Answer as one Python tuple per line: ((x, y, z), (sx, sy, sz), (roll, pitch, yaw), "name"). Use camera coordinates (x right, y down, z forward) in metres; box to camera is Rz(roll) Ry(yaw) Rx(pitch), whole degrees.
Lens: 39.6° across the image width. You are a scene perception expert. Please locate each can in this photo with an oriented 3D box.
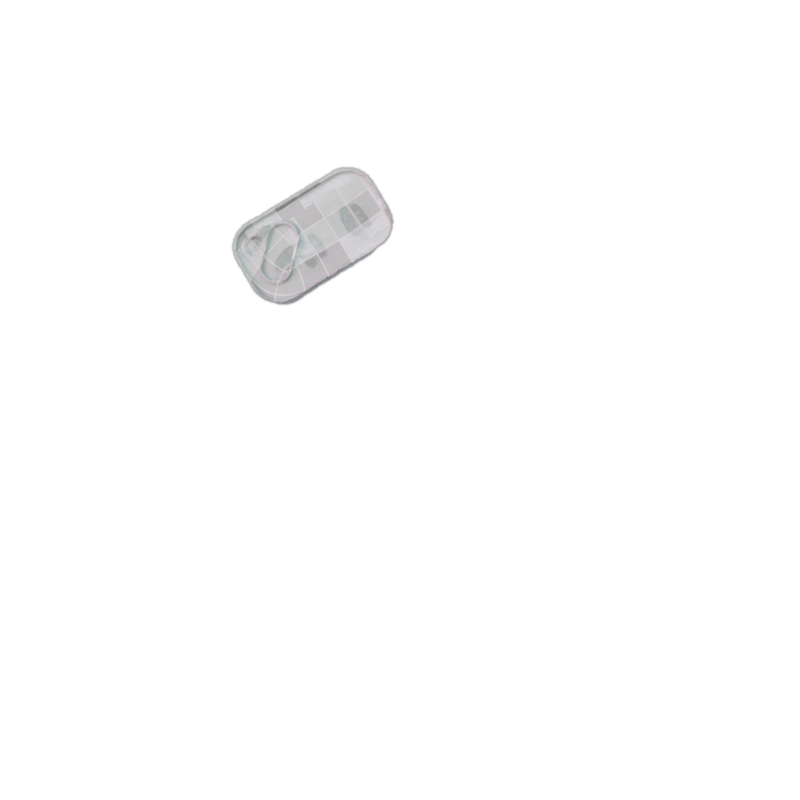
((-0.059, -0.108, 0.754), (0.102, 0.058, 0.083), (-32, 1, -3), "can")
